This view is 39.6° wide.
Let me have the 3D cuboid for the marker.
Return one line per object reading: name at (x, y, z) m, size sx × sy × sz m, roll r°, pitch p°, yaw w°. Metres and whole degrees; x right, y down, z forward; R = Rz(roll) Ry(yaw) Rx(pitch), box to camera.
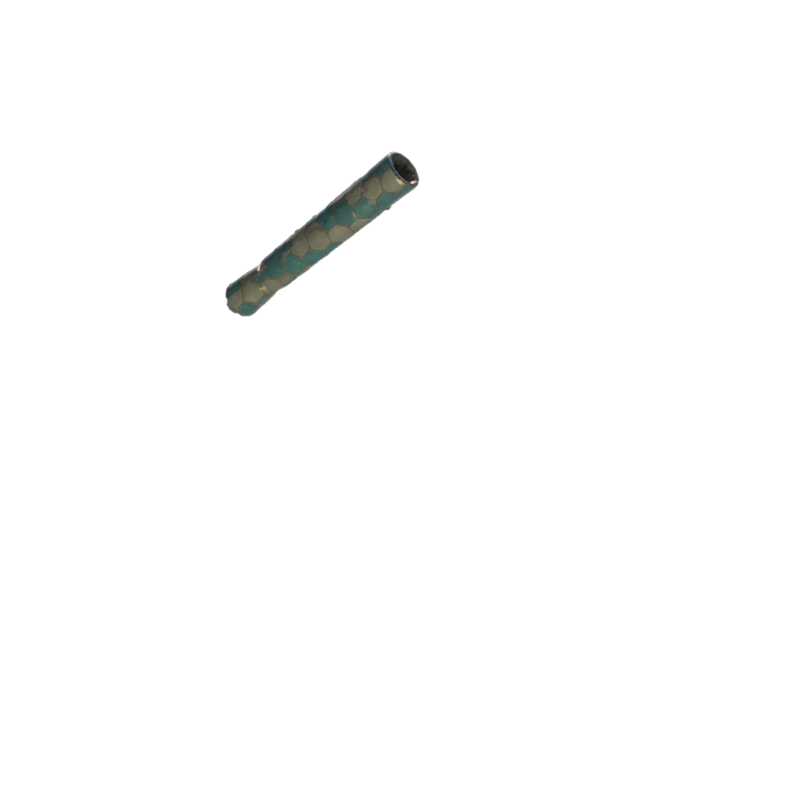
marker at (-0.040, -0.072, 0.507) m, size 0.120 × 0.021 × 0.019 m, roll -33°, pitch -17°, yaw 35°
